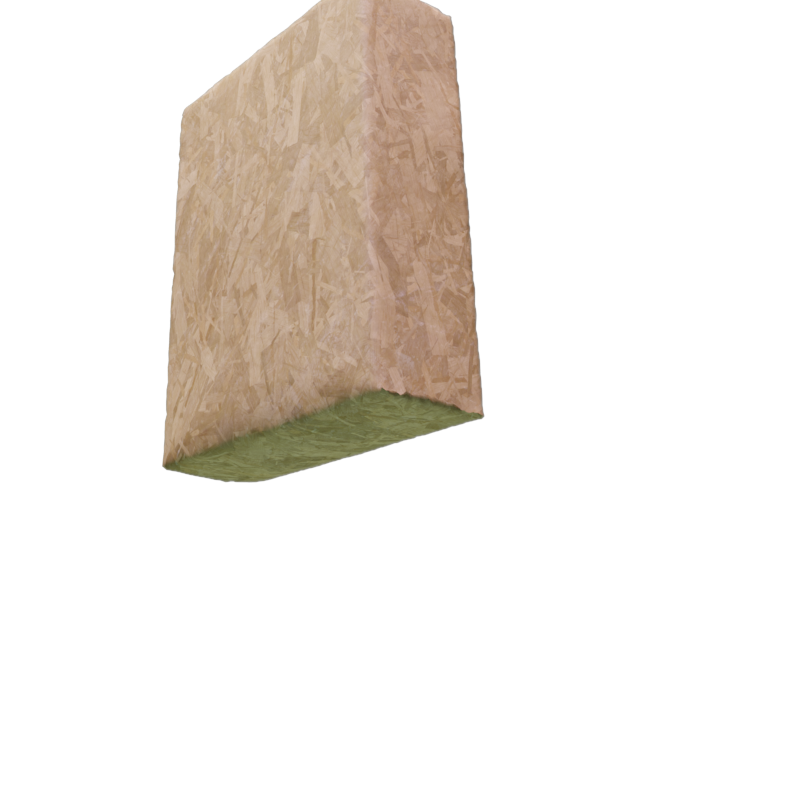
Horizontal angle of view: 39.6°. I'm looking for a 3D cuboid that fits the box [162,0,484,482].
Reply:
[{"bbox_3d":[-0.044,-0.079,0.556,0.068,0.226,0.165,19,-30,-38],"label":"box"}]
